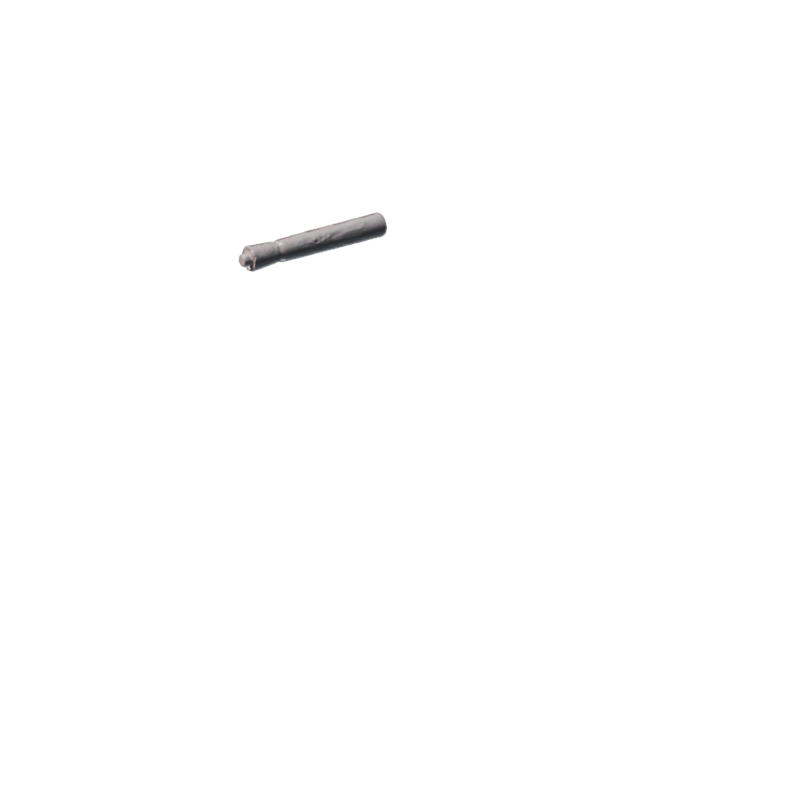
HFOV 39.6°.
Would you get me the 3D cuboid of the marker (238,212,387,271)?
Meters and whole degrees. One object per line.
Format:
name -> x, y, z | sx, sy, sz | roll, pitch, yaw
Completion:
marker -> -0.063, -0.115, 0.803 | 0.119, 0.019, 0.021 | -20, 14, -31
